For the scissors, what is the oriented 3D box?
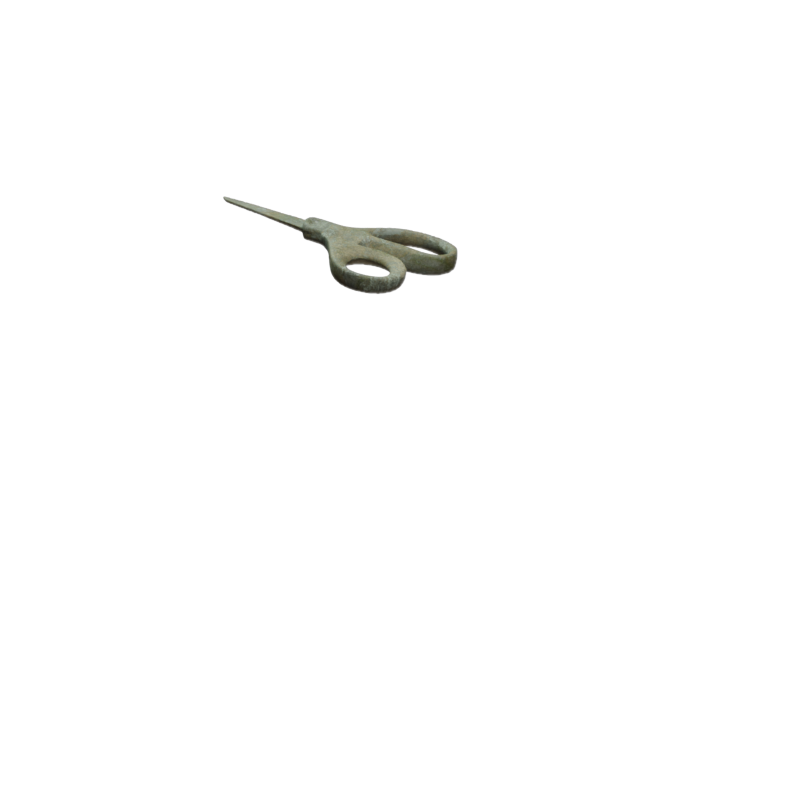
[{"bbox_3d":[-0.061,-0.111,0.780,0.210,0.015,0.098,14,32,23],"label":"scissors"}]
